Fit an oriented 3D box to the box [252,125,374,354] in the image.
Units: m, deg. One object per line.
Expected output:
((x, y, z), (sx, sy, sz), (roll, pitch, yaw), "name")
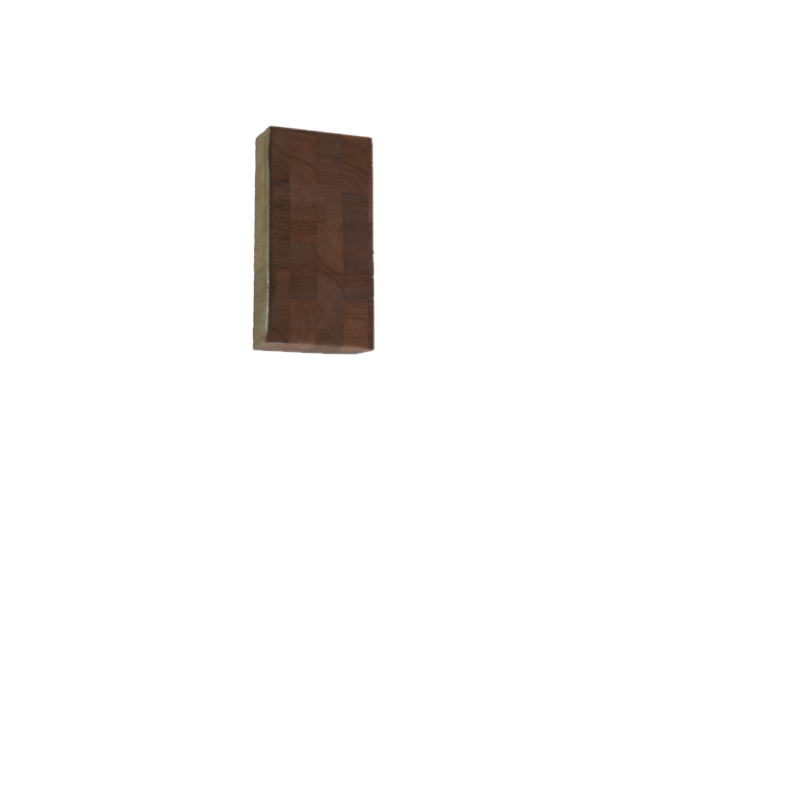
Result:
((-0.070, -0.127, 0.893), (0.090, 0.182, 0.048), (4, -14, -22), "box")
